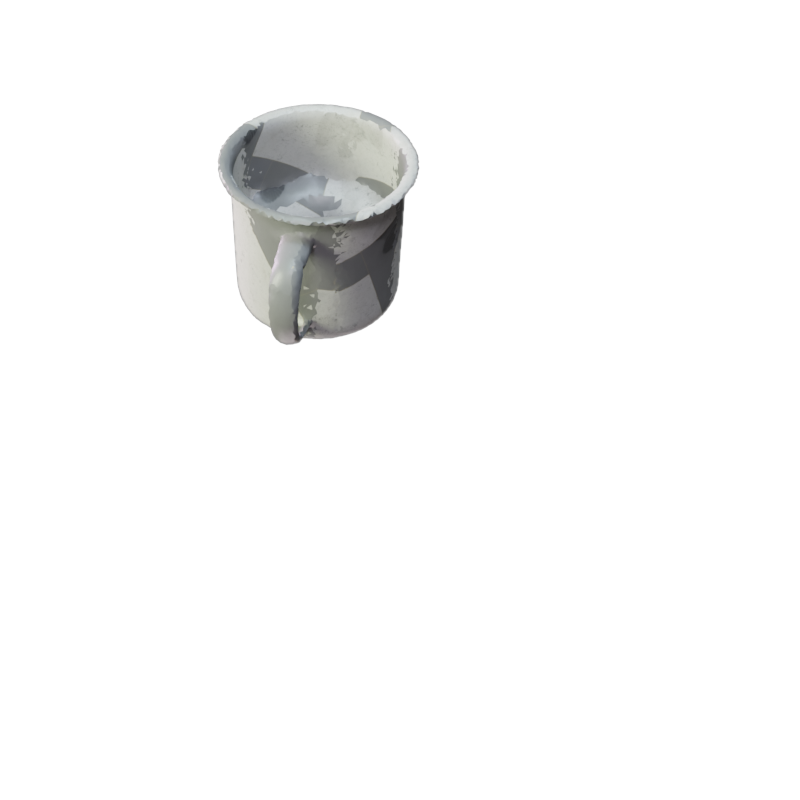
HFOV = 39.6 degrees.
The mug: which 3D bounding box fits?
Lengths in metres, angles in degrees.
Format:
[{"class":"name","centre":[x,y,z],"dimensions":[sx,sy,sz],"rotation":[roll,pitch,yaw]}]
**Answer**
[{"class":"mug","centre":[-0.041,-0.075,0.529],"dimensions":[0.094,0.076,0.124],"rotation":[7,45,5]}]
